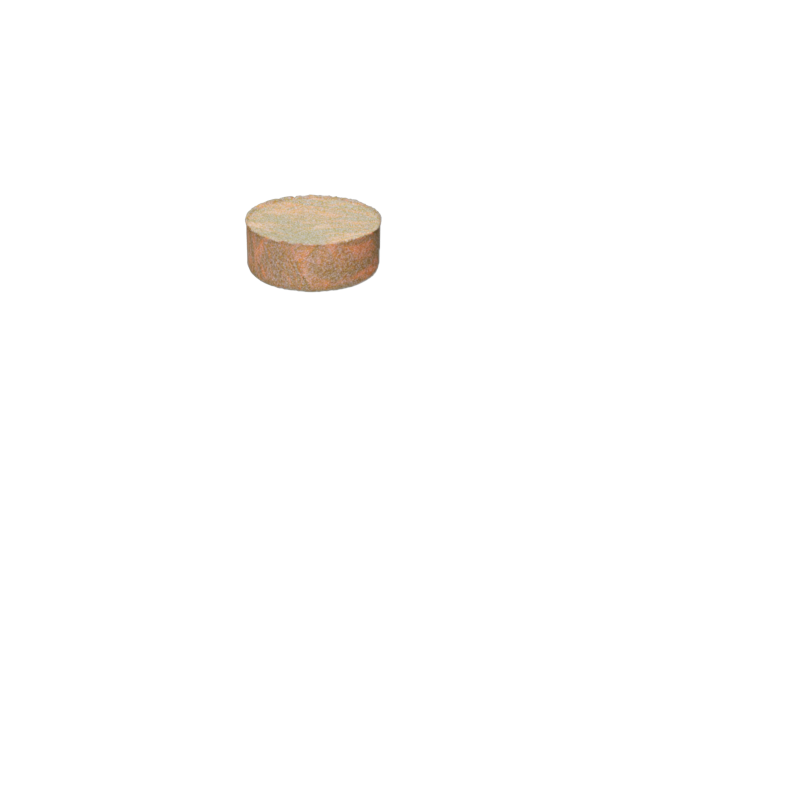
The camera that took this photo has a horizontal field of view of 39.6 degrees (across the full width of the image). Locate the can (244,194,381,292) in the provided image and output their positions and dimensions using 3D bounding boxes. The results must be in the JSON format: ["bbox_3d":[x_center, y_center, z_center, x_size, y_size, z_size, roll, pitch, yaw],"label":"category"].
[{"bbox_3d":[-0.055,-0.100,0.701,0.086,0.032,0.091,-1,28,-2],"label":"can"}]
